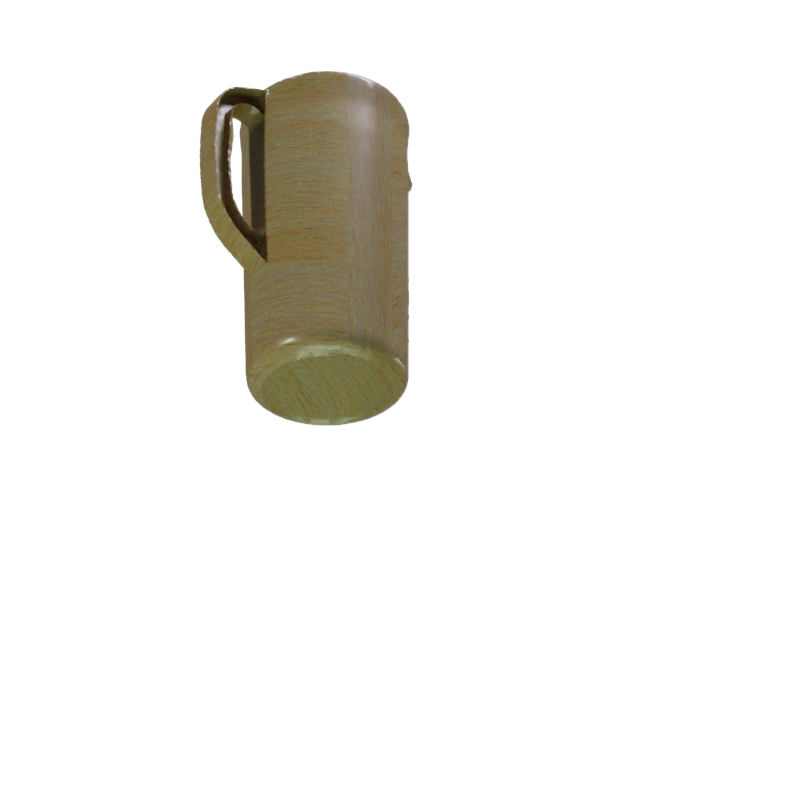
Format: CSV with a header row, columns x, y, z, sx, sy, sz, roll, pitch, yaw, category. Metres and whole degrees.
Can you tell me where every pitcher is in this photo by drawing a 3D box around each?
x,y,z,sx,sy,sz,roll,pitch,yaw,category
-0.062,-0.114,0.796,0.150,0.260,0.134,-5,-36,3,pitcher
